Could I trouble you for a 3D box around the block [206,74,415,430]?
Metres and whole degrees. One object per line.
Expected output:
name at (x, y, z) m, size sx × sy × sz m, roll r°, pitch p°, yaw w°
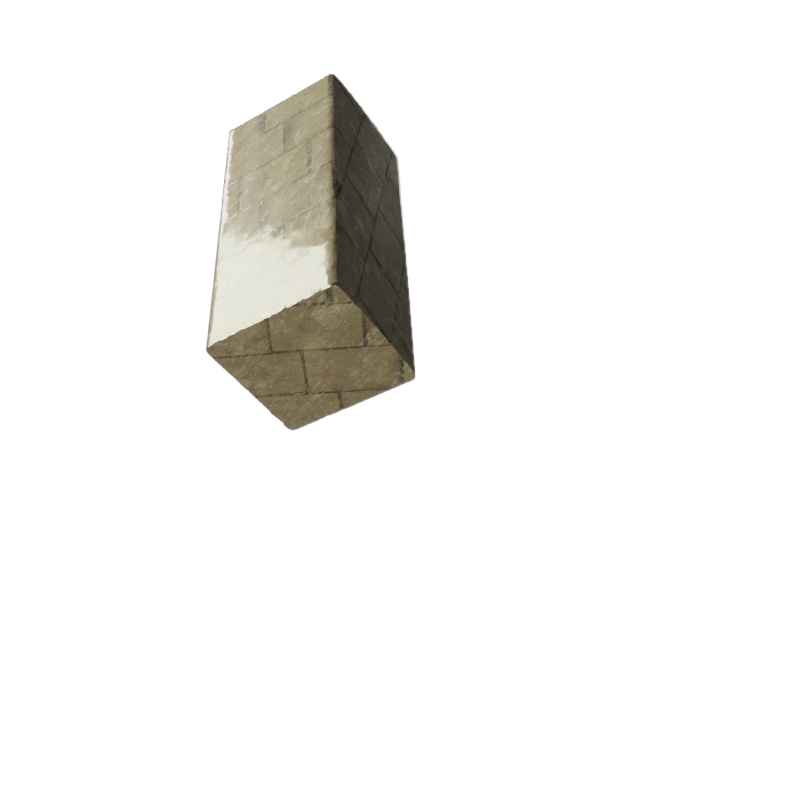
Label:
block at (-0.054, -0.100, 0.700) m, size 0.091 × 0.221 × 0.084 m, roll -25°, pitch -48°, yaw 20°
